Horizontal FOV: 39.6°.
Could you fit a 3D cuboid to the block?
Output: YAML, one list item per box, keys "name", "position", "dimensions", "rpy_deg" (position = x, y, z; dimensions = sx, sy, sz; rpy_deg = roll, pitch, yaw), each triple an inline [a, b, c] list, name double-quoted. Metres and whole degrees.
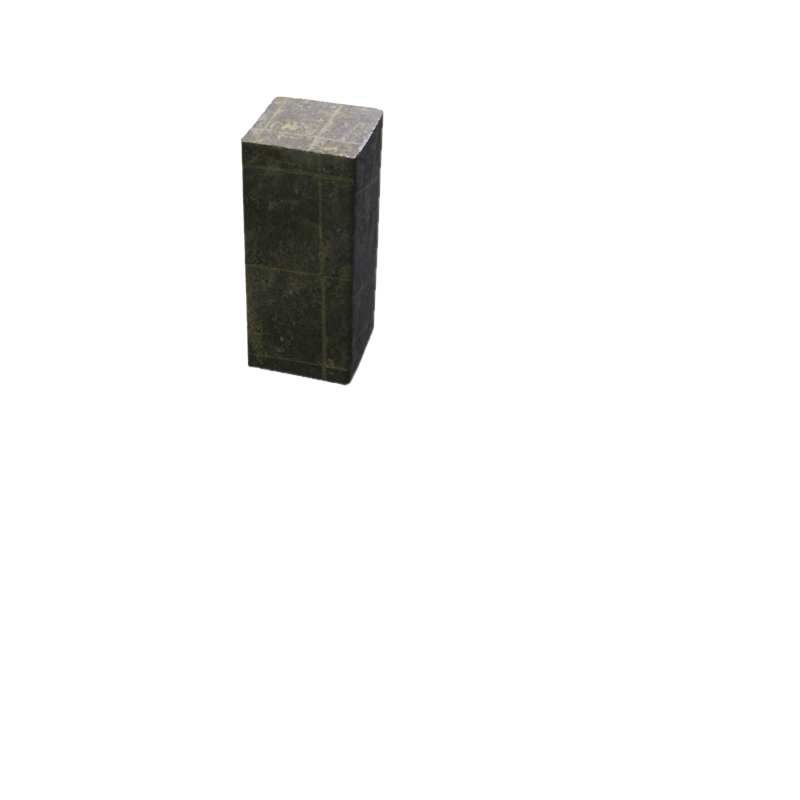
- name: "block"
  position: [-0.069, -0.127, 0.888]
  dimensions: [0.093, 0.193, 0.094]
  rpy_deg: [10, 34, 11]
